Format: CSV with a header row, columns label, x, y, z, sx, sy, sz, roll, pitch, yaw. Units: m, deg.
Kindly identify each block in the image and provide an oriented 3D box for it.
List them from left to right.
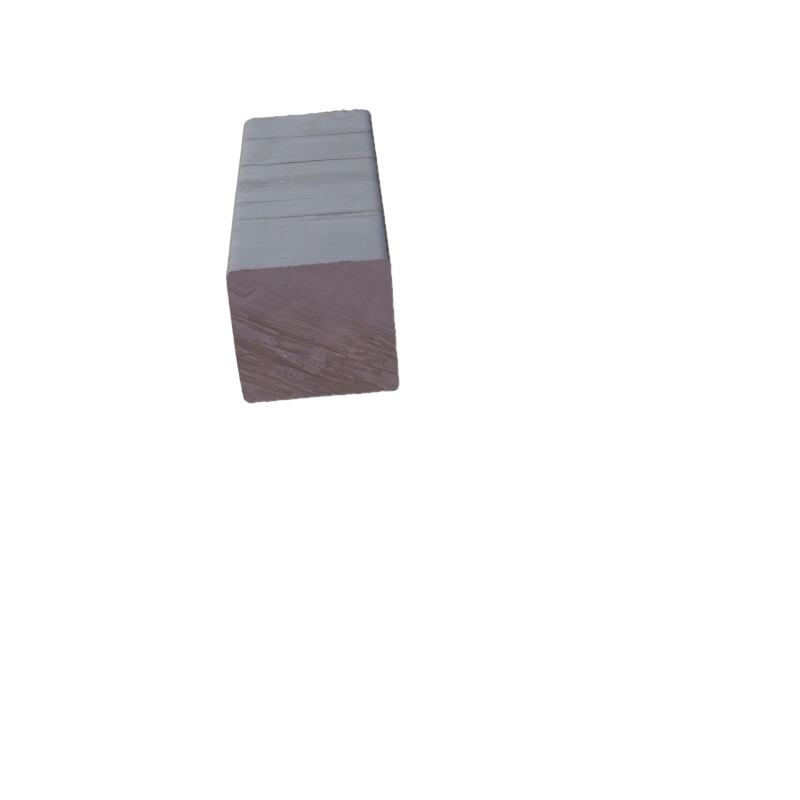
label,x,y,z,sx,sy,sz,roll,pitch,yaw
block,-0.055,-0.100,0.695,0.091,0.084,0.220,-5,35,0
